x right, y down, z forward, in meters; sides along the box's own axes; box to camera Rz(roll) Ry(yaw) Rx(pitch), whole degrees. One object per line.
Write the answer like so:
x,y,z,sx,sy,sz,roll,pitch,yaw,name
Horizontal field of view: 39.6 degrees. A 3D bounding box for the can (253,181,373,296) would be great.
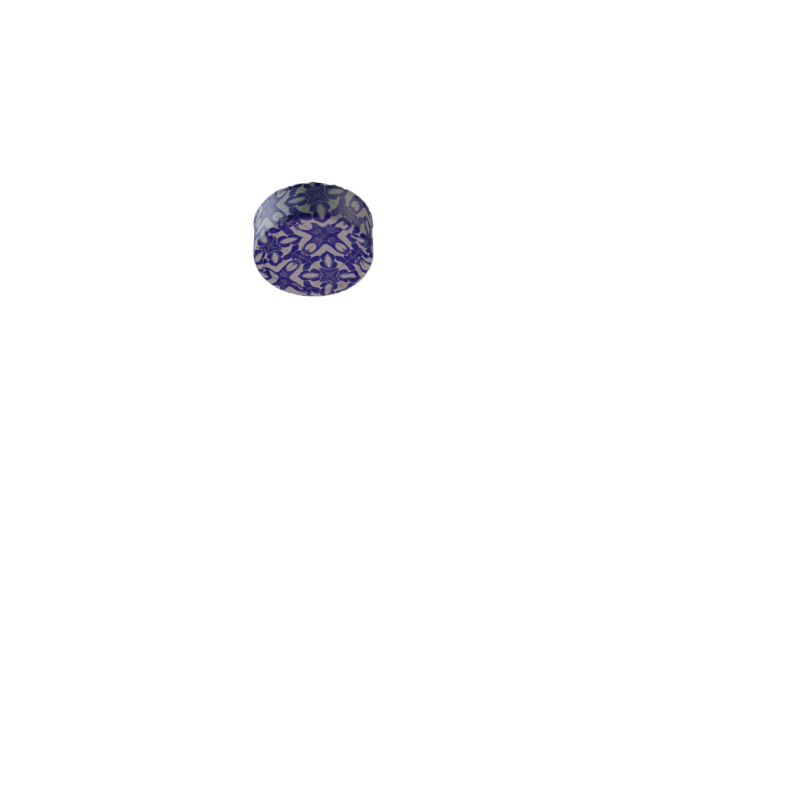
-0.061,-0.112,0.782,0.086,0.036,0.080,1,-39,-2,can
